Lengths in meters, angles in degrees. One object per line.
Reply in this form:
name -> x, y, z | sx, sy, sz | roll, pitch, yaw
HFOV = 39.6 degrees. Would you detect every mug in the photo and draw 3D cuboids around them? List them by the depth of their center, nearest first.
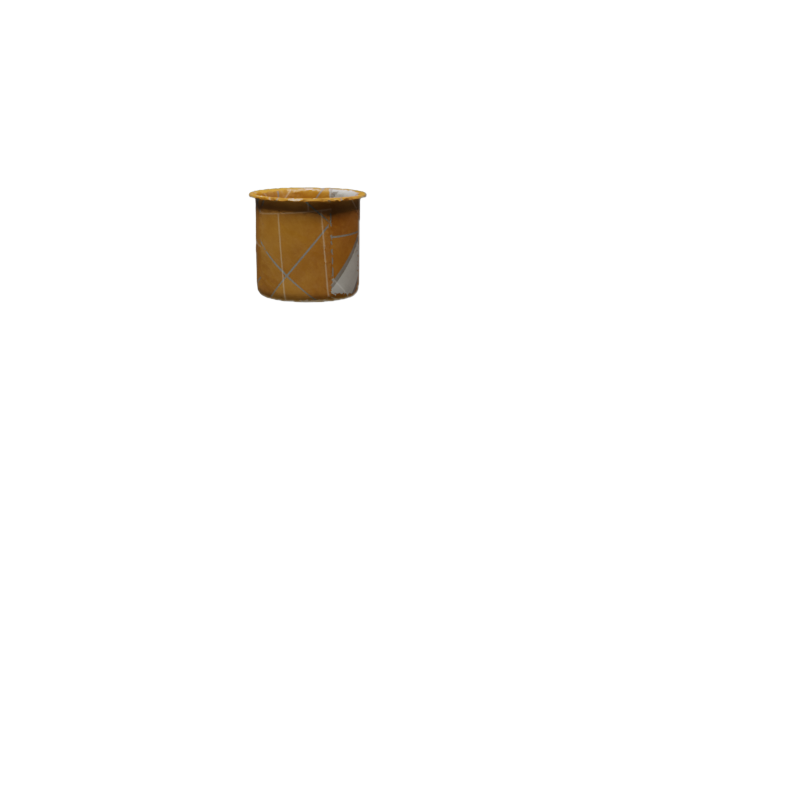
mug -> -0.069, -0.127, 0.888 | 0.096, 0.079, 0.117 | 4, 14, 18
